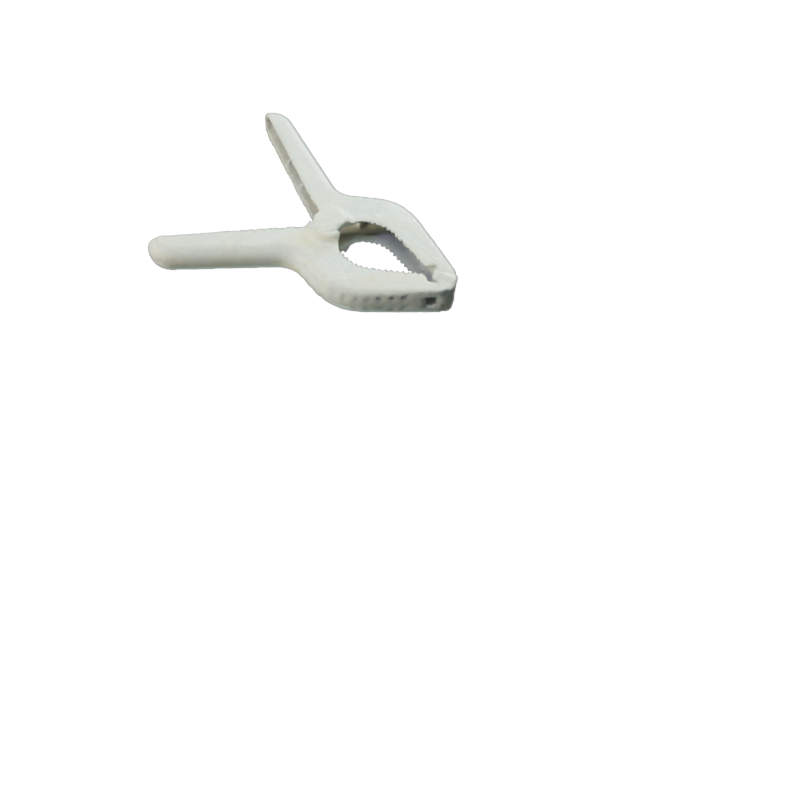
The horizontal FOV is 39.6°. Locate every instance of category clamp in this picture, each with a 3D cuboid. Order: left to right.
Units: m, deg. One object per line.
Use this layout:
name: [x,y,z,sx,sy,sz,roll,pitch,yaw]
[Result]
clamp: [-0.061,-0.112,0.785,0.220,0.168,0.034,32,-30,21]
